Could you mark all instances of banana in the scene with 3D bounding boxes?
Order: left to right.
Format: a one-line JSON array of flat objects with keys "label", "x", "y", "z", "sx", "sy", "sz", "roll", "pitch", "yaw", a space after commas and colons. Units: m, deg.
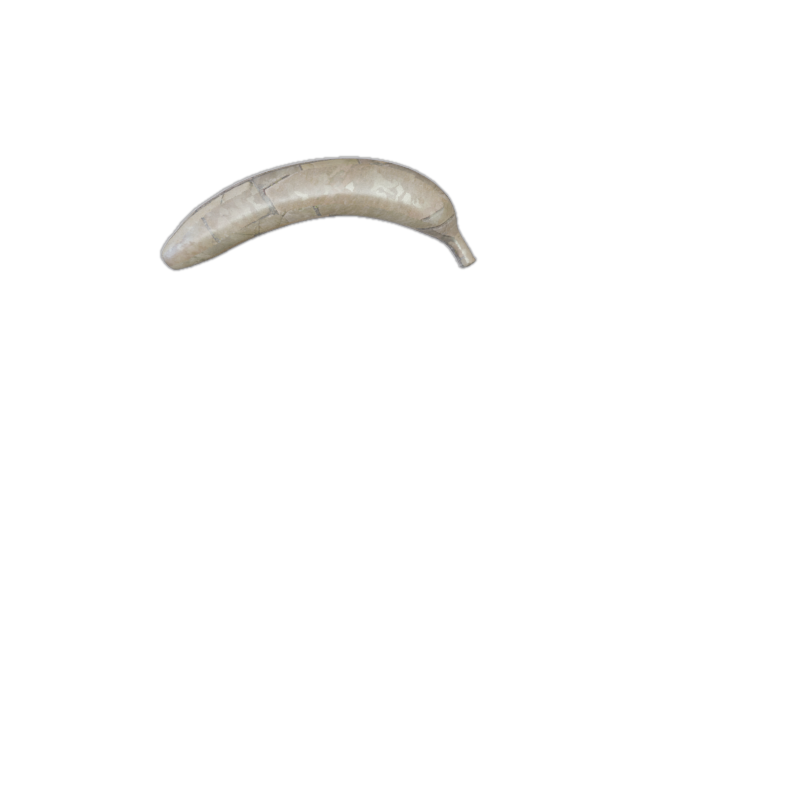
[{"label": "banana", "x": -0.051, "y": -0.117, "z": 0.693, "sx": 0.198, "sy": 0.071, "sz": 0.036, "roll": -1, "pitch": -9, "yaw": 0}]
